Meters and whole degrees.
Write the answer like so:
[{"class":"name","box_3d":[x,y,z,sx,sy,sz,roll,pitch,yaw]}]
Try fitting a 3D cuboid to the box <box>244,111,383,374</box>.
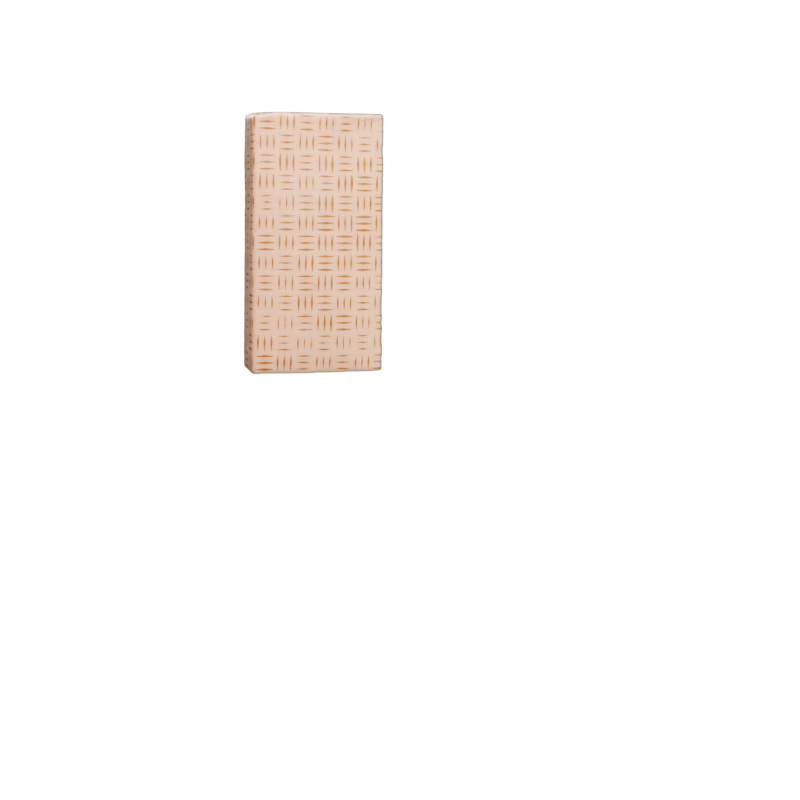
[{"class":"box","box_3d":[-0.060,-0.109,0.763,0.092,0.174,0.049,-1,5,-13]}]
